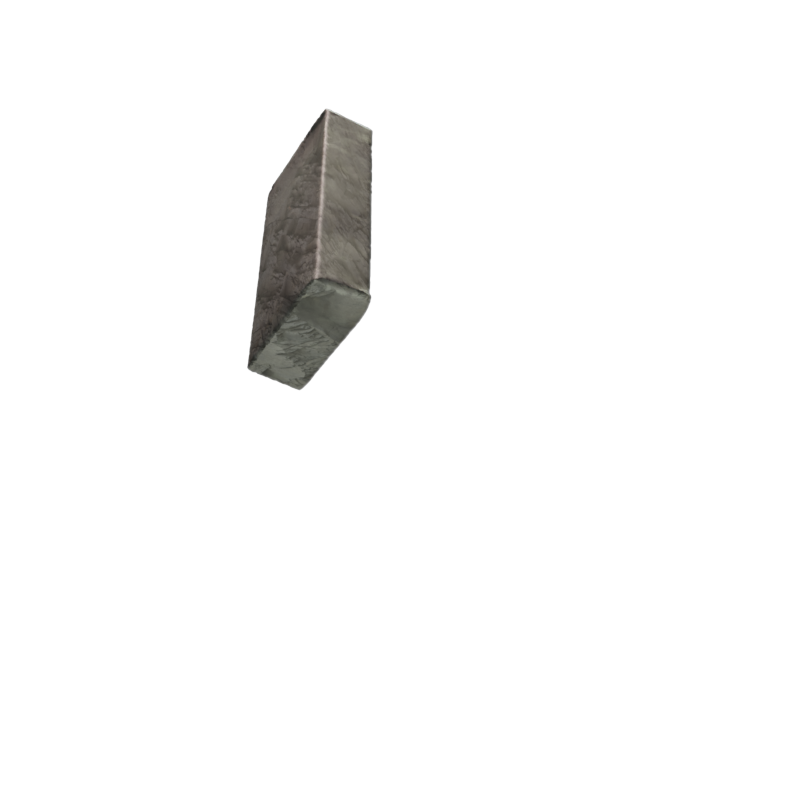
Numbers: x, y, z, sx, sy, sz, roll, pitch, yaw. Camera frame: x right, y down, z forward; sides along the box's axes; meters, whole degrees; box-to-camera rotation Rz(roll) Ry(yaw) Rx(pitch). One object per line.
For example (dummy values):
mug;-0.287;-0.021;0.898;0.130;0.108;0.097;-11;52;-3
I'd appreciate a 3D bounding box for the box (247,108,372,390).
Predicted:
box;-0.058;-0.105;0.732;0.046;0.189;0.091;22;-50;-24
